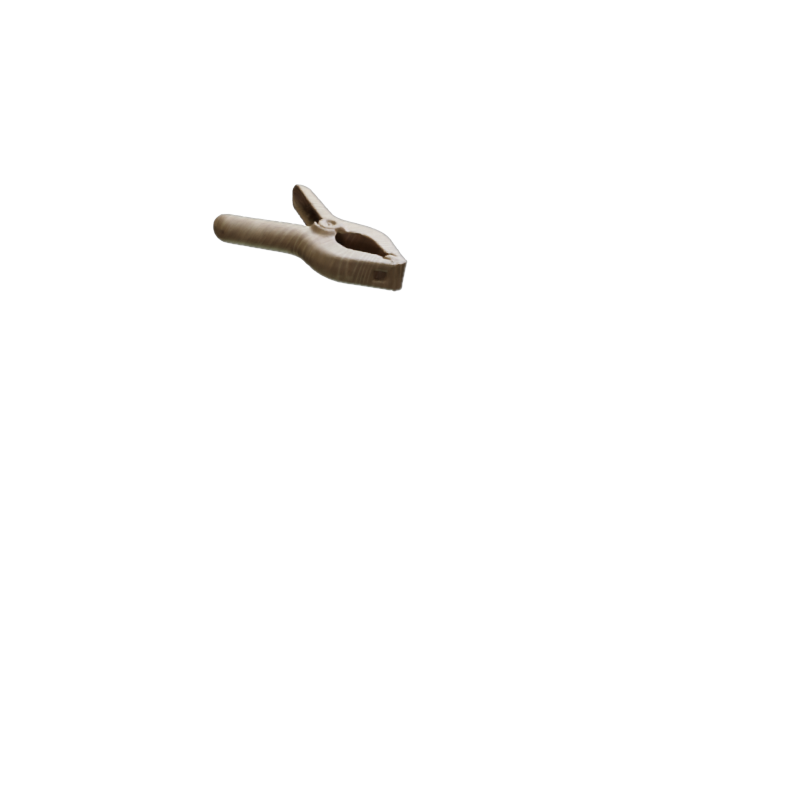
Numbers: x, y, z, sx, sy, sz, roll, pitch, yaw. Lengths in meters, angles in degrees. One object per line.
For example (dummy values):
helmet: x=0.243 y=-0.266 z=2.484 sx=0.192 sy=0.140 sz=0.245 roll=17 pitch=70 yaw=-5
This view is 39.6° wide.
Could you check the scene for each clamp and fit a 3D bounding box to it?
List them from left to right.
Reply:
clamp: x=-0.075 y=-0.137 z=0.957 sx=0.120 sy=0.037 sz=0.183 roll=-28 pitch=44 yaw=-34
